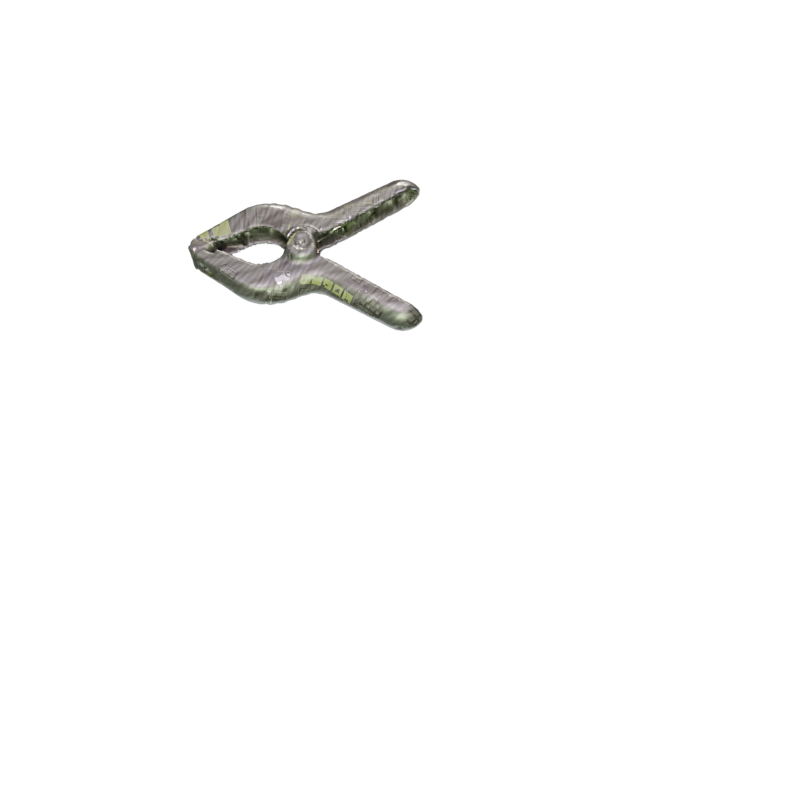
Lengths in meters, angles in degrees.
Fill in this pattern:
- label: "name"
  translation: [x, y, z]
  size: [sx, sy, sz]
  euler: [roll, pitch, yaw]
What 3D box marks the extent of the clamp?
- label: "clamp"
  translation: [-0.063, -0.114, 0.799]
  size: [0.173, 0.127, 0.037]
  euler: [8, -34, 6]
